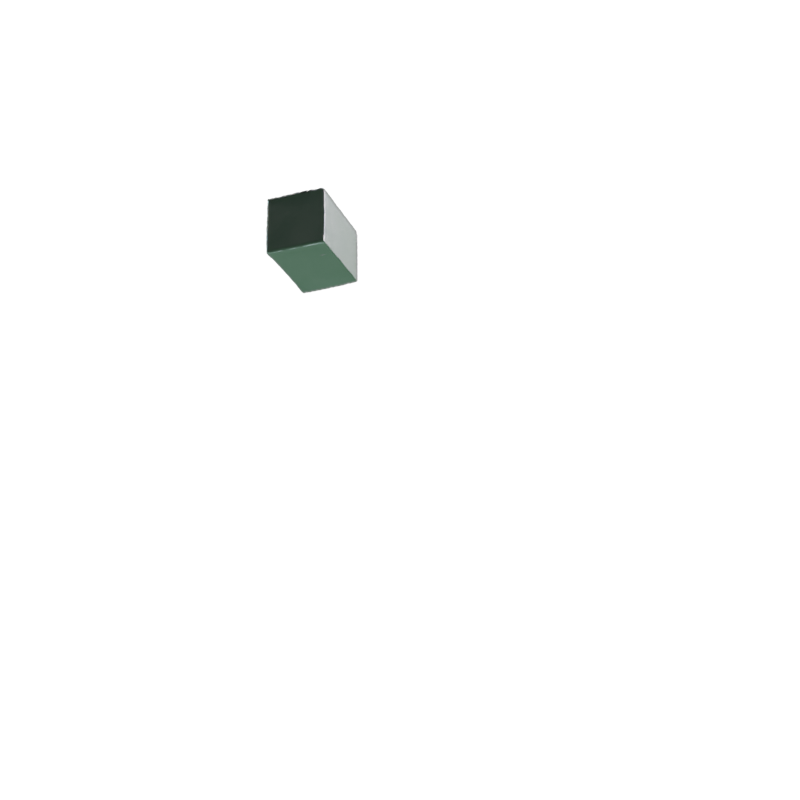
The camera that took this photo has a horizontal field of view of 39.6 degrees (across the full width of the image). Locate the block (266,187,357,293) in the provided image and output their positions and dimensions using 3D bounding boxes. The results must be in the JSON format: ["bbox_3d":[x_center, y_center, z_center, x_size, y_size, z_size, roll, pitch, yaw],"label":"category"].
[{"bbox_3d":[-0.072,-0.132,0.923,0.053,0.054,0.072,-10,-27,17],"label":"block"}]
